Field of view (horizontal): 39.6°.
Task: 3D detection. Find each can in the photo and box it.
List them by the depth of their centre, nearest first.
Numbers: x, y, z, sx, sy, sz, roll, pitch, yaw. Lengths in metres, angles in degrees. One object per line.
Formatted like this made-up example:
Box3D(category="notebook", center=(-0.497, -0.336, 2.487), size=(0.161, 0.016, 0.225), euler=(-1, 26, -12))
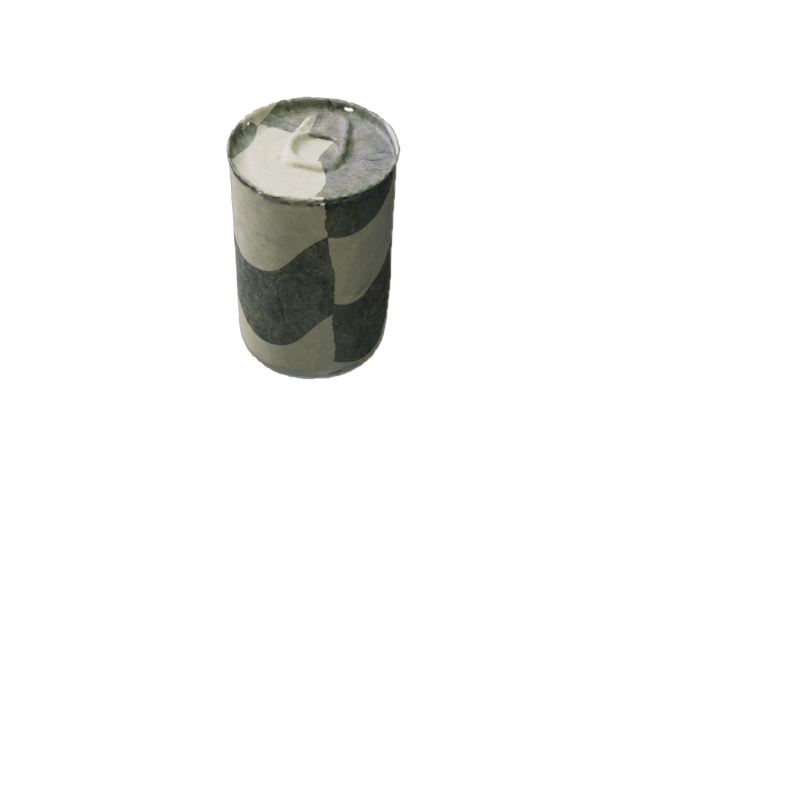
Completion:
Box3D(category="can", center=(-0.037, -0.067, 0.467), size=(0.068, 0.074, 0.095), euler=(0, -44, -3))
